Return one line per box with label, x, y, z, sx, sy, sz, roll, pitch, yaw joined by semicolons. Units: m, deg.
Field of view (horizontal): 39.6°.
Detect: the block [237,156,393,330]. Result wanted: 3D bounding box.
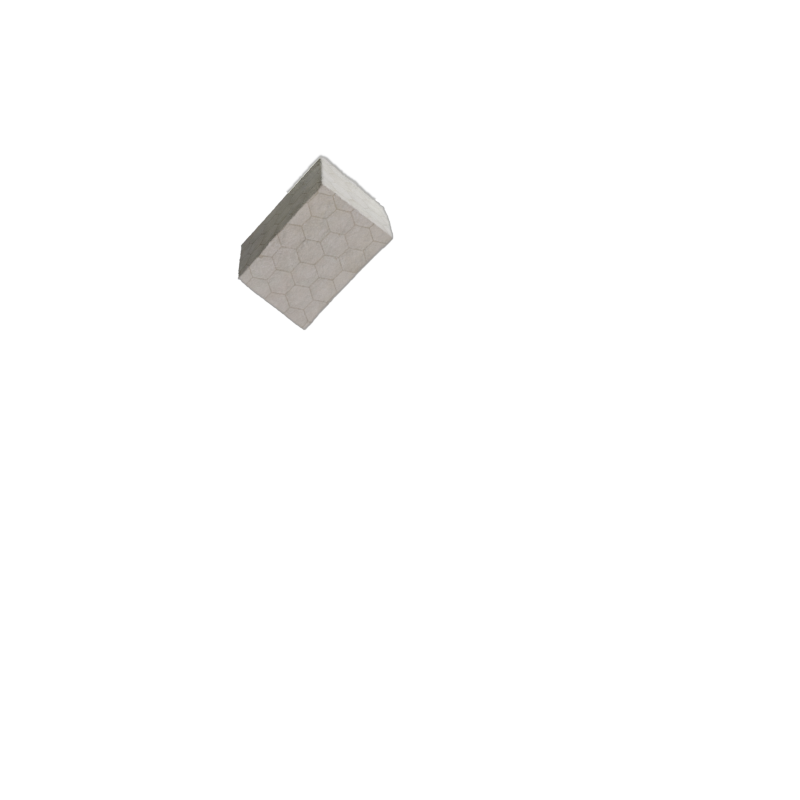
block;-0.050;-0.092;0.642;0.051;0.077;0.054;39;19;-20
